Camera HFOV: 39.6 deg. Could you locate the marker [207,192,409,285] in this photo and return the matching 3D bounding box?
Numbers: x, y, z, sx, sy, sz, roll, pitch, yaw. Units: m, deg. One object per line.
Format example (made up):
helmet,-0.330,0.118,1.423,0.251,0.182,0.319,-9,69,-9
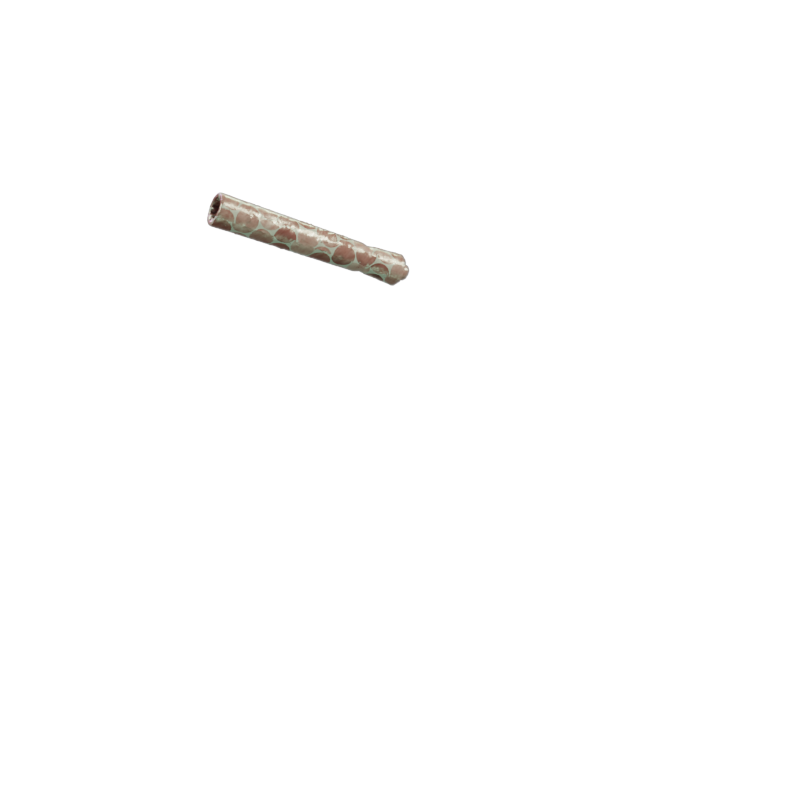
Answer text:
marker,-0.048,-0.087,0.612,0.116,0.020,0.020,16,-3,-24
